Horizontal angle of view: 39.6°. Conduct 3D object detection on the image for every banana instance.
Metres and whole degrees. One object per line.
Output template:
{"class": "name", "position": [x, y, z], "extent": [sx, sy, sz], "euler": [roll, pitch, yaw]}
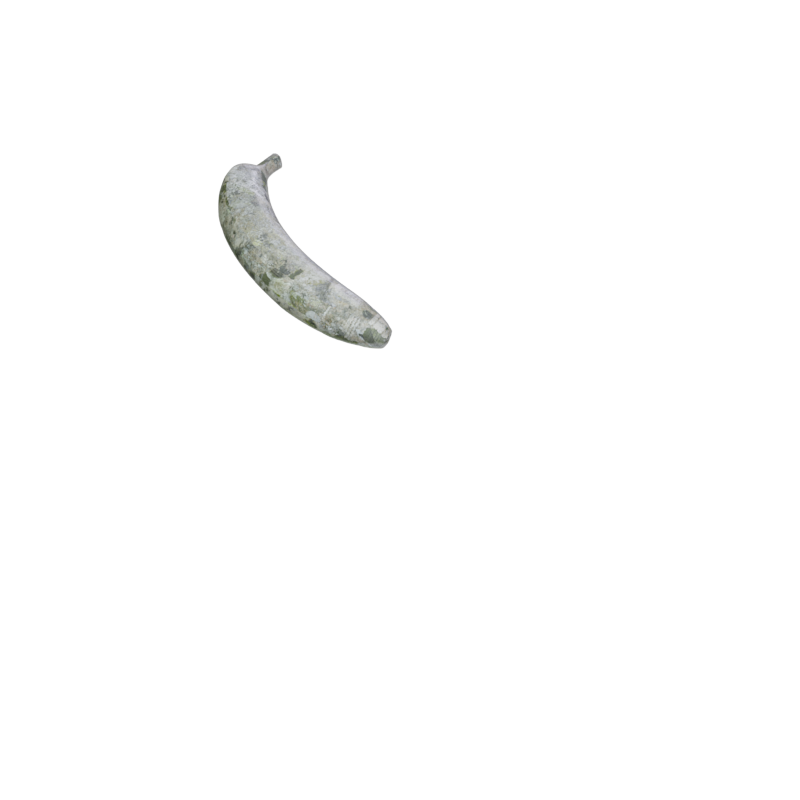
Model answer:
{"class": "banana", "position": [-0.077, -0.103, 0.743], "extent": [0.069, 0.214, 0.034], "euler": [-19, -38, -16]}
